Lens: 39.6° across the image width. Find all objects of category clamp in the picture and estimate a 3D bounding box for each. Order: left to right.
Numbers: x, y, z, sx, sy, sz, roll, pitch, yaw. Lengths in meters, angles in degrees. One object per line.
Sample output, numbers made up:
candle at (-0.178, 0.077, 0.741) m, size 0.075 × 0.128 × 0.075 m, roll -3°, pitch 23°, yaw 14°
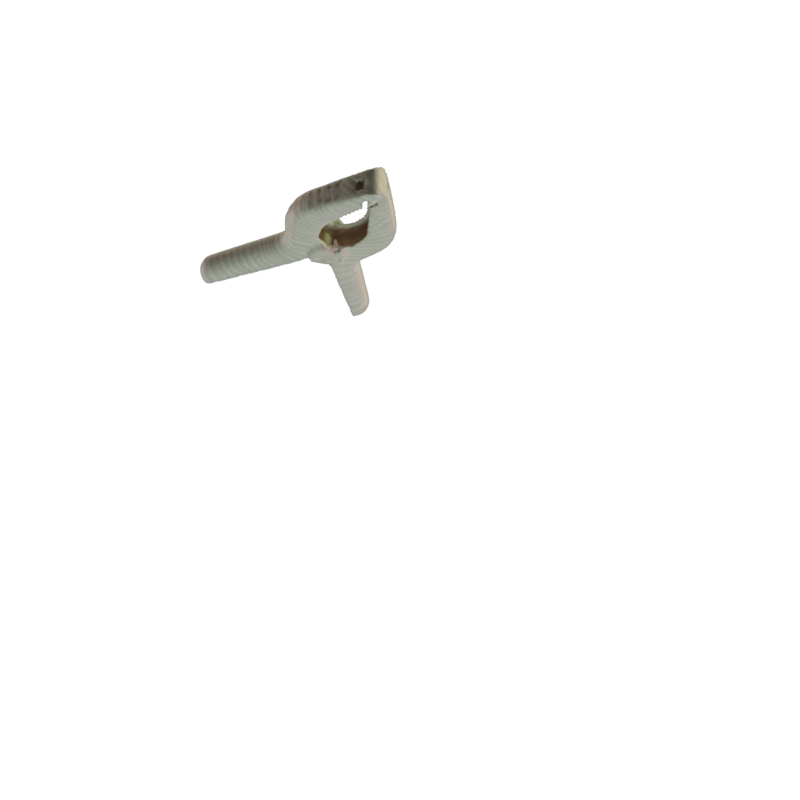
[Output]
clamp at (-0.074, -0.136, 0.951) m, size 0.160 × 0.039 × 0.203 m, roll 8°, pitch -26°, yaw -18°
